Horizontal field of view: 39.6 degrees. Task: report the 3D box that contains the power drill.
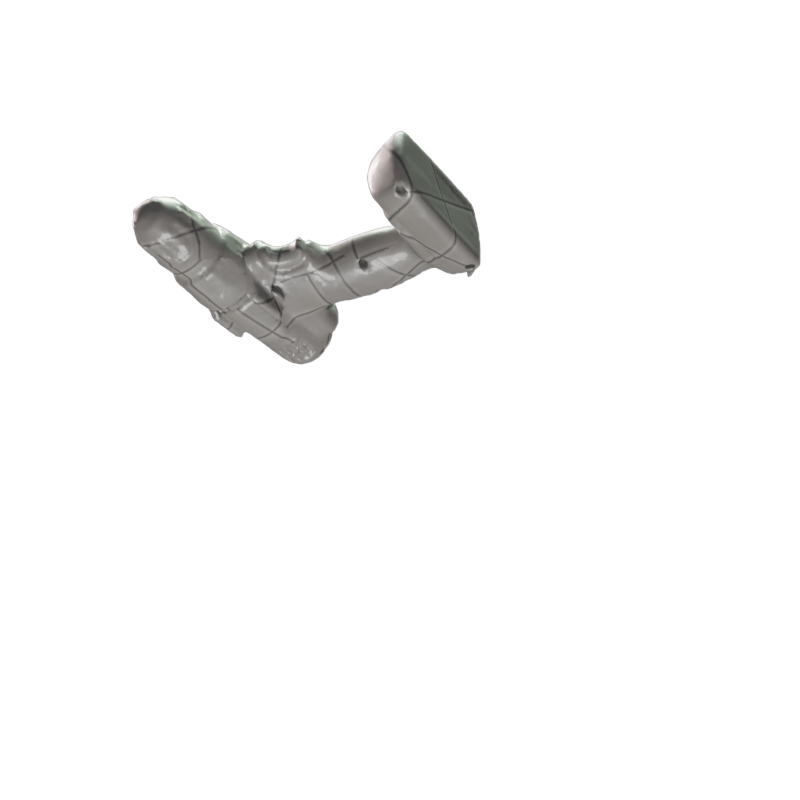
[{"bbox_3d":[-0.057,-0.104,0.731,0.189,0.061,0.171,-21,-39,28],"label":"power drill"}]
